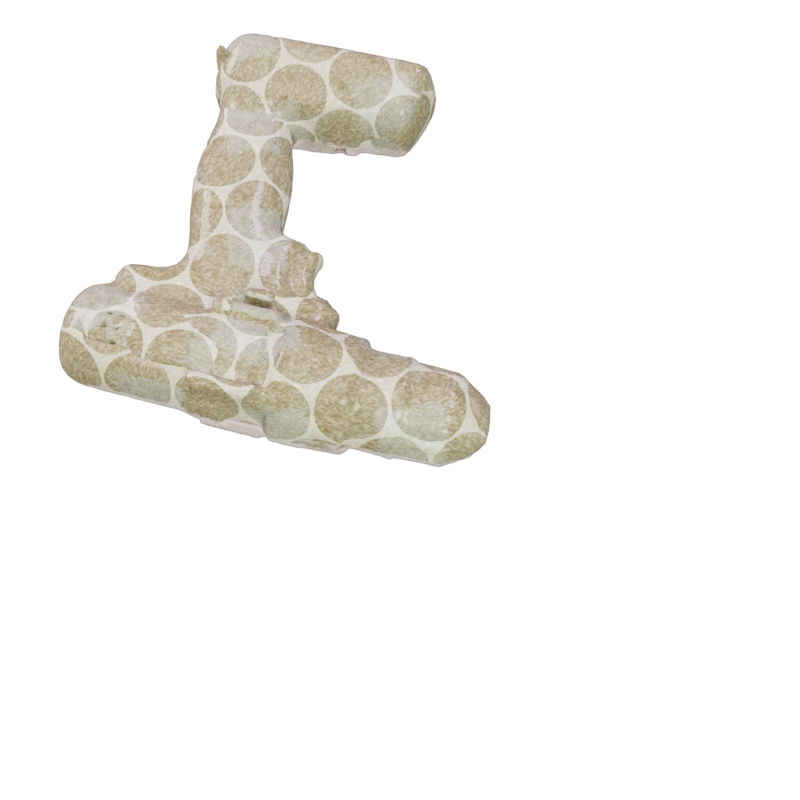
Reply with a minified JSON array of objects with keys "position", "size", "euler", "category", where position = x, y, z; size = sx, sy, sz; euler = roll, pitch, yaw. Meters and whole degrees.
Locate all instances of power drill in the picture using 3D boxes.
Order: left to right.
[{"position":[-0.039,-0.071,0.497],"size":[0.187,0.197,0.054],"euler":[12,-28,6],"category":"power drill"}]
